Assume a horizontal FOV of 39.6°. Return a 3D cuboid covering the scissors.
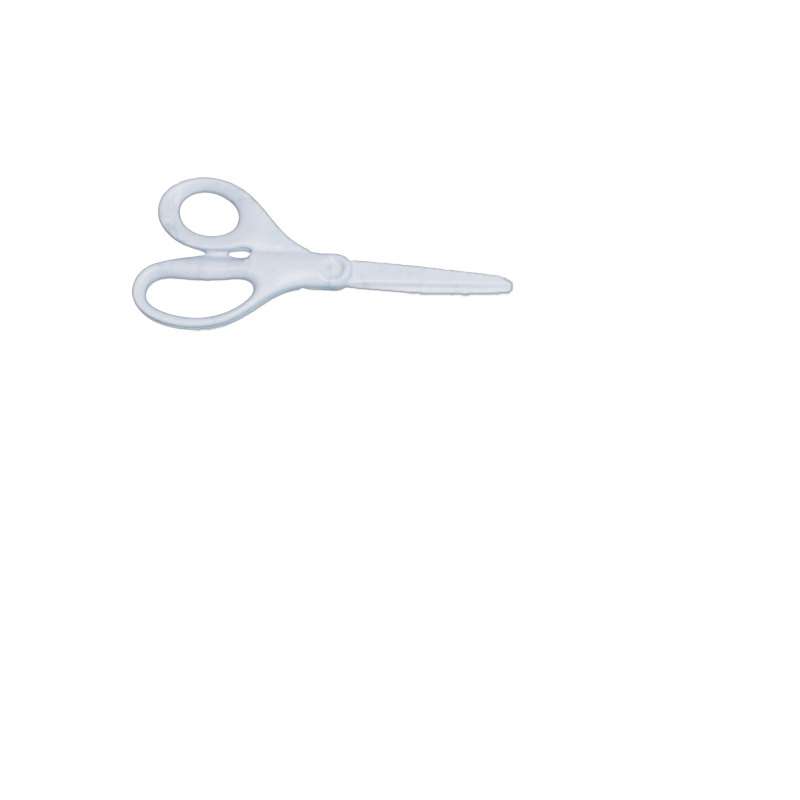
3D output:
[{"bbox_3d":[-0.048,-0.087,0.607,0.201,0.101,0.015,-10,-21,-4],"label":"scissors"}]
